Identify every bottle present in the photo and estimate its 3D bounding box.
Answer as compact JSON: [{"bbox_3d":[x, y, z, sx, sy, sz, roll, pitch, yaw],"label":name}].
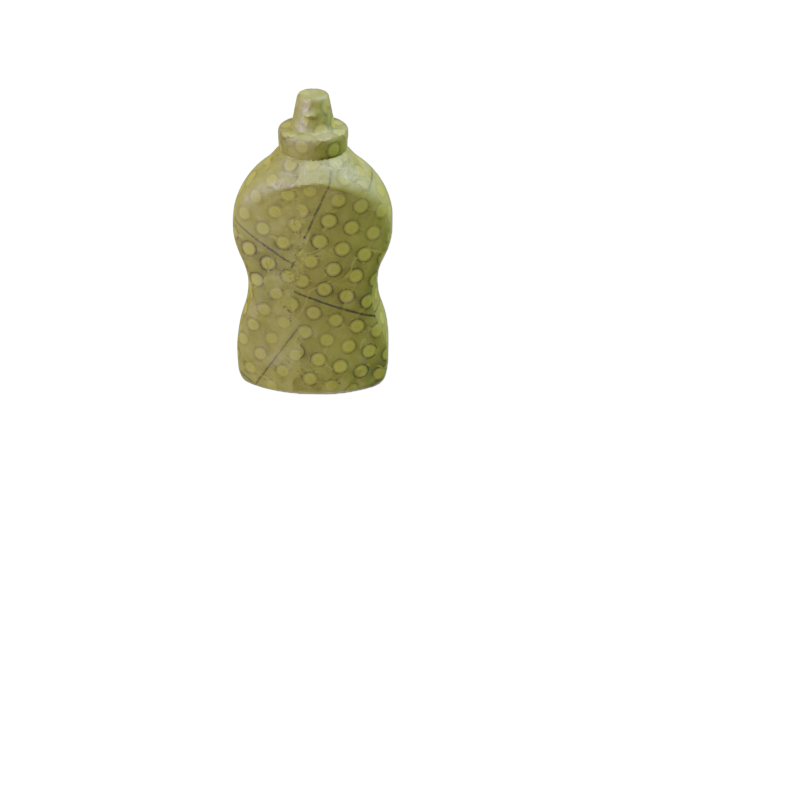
[{"bbox_3d":[-0.053,-0.096,0.676,0.096,0.181,0.062,3,29,2],"label":"bottle"}]
